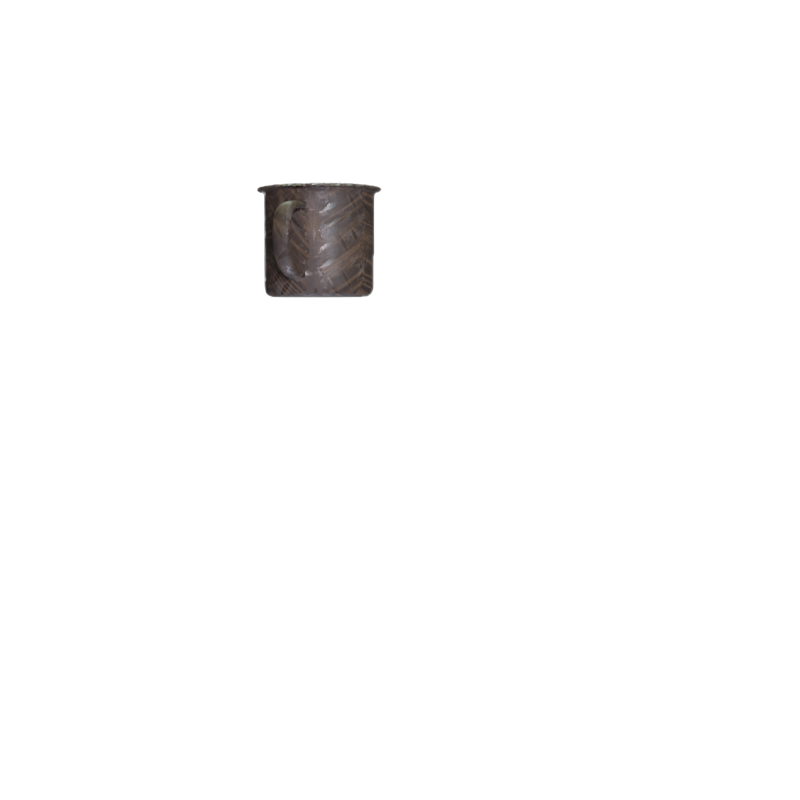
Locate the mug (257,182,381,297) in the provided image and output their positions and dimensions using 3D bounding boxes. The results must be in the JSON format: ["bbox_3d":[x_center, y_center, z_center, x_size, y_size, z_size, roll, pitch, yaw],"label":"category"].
[{"bbox_3d":[-0.064,-0.117,0.817,0.095,0.081,0.115,1,3,18],"label":"mug"}]
